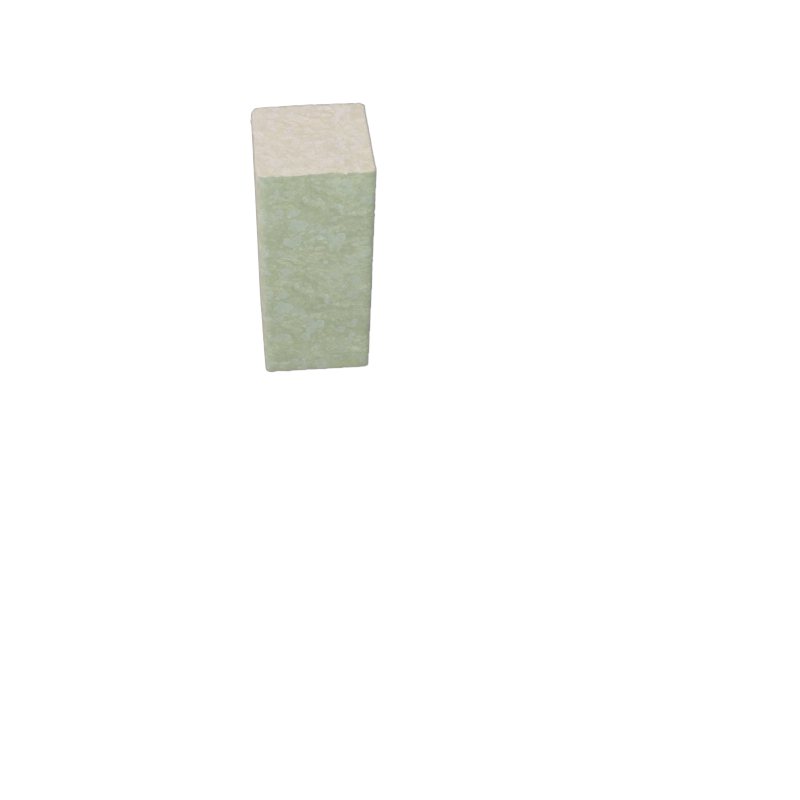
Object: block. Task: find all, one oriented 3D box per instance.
[{"bbox_3d":[-0.071,-0.128,0.892,0.089,0.098,0.192,-3,-44,-6],"label":"block"}]
